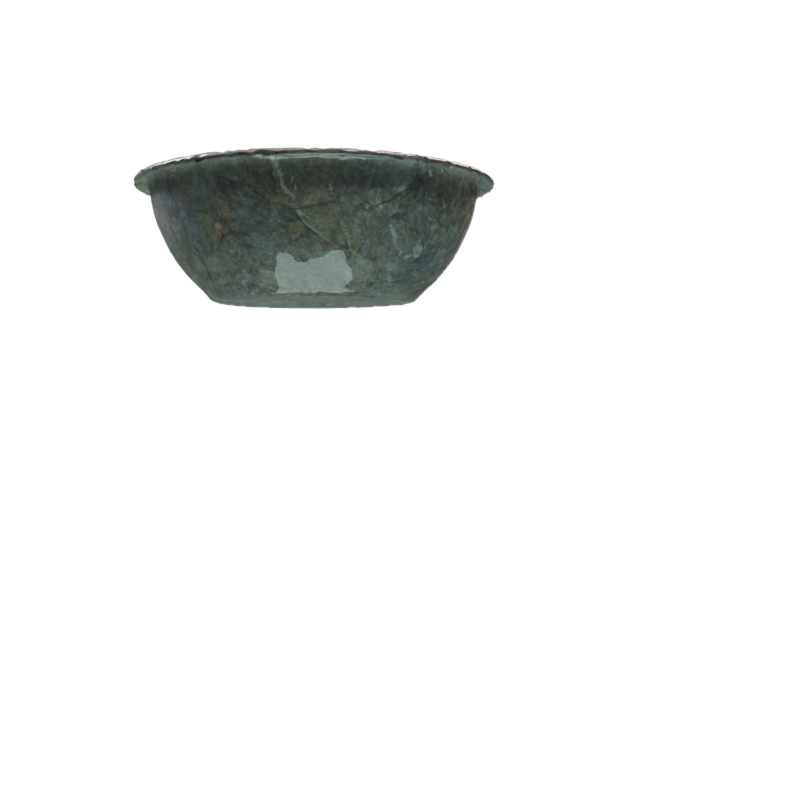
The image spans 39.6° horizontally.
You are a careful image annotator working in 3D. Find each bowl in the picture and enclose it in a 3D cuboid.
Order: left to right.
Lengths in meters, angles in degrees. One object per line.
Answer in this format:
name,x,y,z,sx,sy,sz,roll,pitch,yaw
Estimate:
bowl,-0.039,-0.071,0.498,0.162,0.056,0.161,0,0,-2
